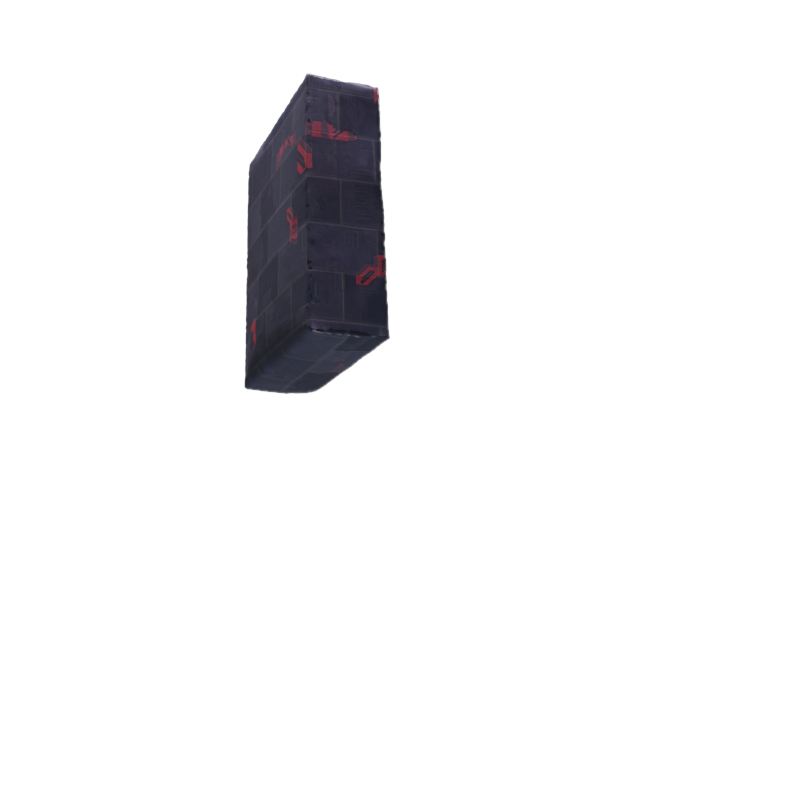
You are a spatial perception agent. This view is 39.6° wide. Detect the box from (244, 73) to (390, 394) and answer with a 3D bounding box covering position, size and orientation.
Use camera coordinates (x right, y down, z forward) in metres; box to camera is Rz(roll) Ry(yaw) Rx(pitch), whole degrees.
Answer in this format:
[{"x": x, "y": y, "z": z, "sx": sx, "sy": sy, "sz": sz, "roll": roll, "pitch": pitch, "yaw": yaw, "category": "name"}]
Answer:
[{"x": -0.070, "y": -0.128, "z": 0.899, "sx": 0.070, "sy": 0.225, "sz": 0.161, "roll": 8, "pitch": -22, "yaw": -22, "category": "box"}]
